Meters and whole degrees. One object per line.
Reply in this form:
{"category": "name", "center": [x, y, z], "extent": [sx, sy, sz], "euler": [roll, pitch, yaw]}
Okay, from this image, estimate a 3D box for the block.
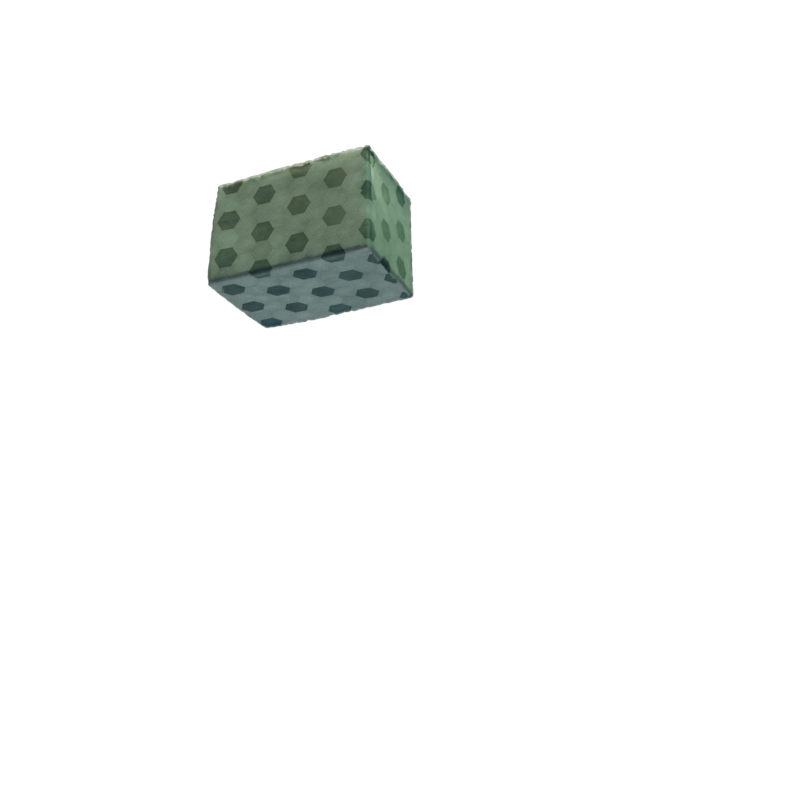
{"category": "block", "center": [-0.039, -0.071, 0.496], "extent": [0.079, 0.054, 0.049], "euler": [-11, -28, 21]}
